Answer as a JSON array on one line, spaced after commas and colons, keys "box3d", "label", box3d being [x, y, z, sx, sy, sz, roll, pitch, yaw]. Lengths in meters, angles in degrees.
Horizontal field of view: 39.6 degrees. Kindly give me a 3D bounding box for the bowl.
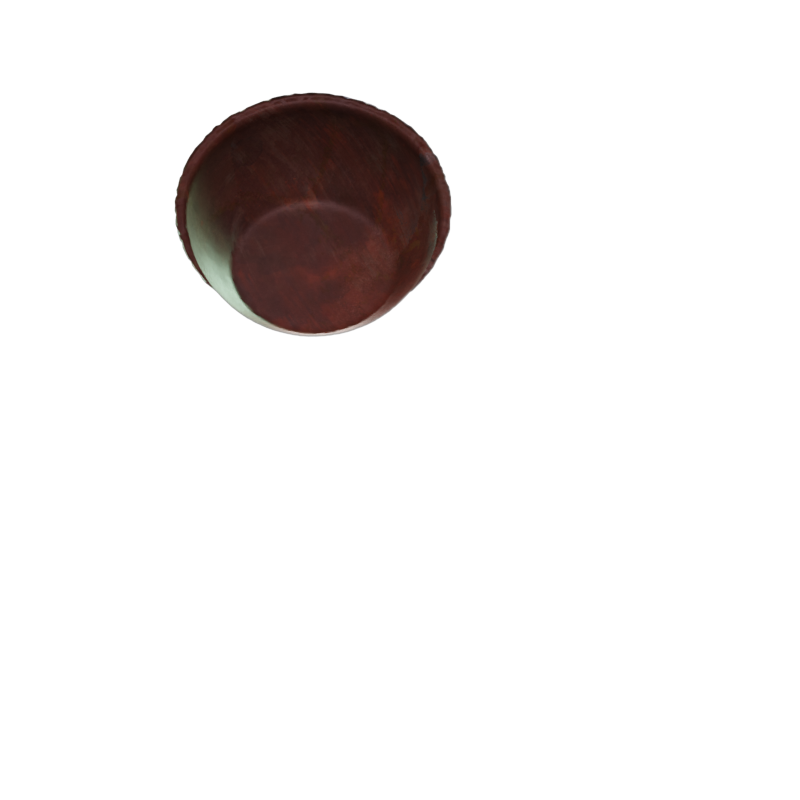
[{"box3d": [-0.049, -0.090, 0.627, 0.162, 0.151, 0.059, 1, 38, -1], "label": "bowl"}]
